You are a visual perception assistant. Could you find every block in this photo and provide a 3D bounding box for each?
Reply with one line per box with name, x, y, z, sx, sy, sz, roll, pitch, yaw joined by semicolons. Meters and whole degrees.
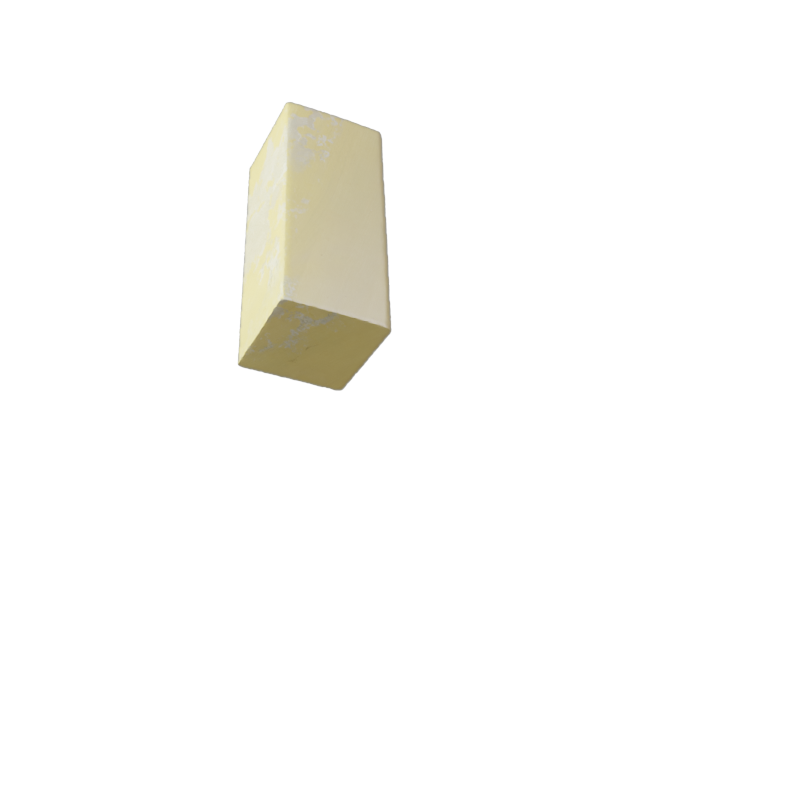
block;-0.068;-0.126;0.880;0.087;0.221;0.088;15;-41;-22
